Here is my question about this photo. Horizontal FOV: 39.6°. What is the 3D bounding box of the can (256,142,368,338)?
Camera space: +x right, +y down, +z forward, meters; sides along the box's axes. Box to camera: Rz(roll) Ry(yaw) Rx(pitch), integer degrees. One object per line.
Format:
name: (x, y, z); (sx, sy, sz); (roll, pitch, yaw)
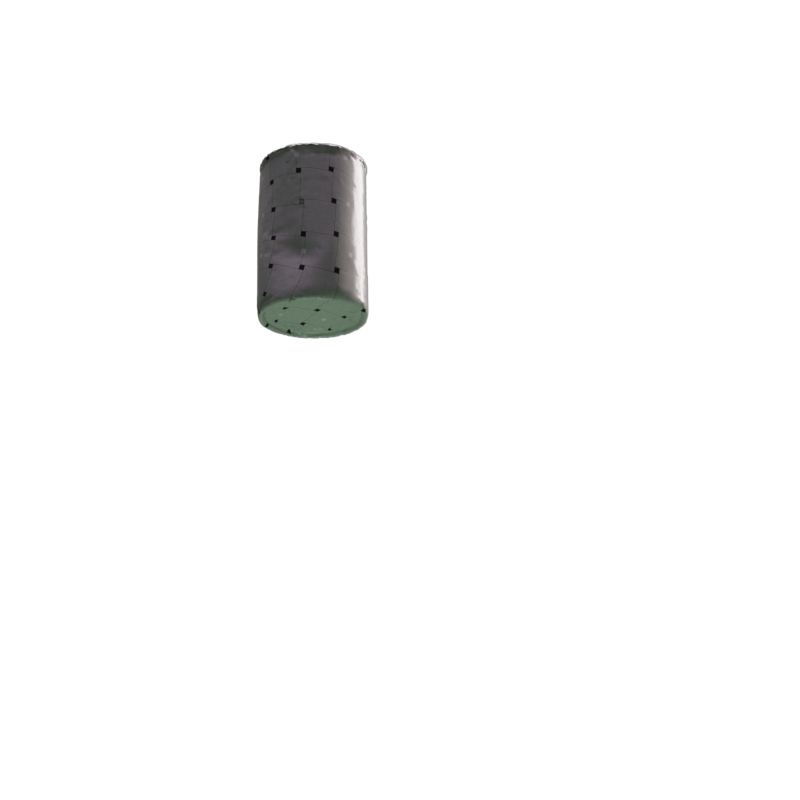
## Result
can: (-0.053, -0.096, 0.675); (0.068, 0.108, 0.065); (0, -23, -2)
